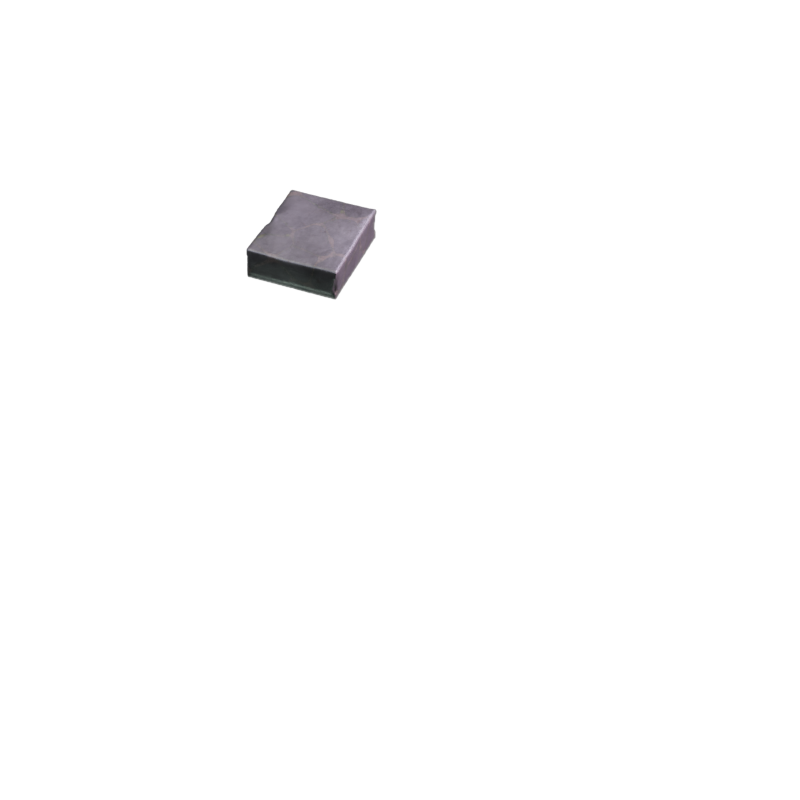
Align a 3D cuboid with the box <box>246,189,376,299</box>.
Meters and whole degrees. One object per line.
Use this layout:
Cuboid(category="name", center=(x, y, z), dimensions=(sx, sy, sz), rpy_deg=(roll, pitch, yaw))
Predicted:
Cuboid(category="box", center=(-0.066, -0.121, 0.848), dimensions=(0.075, 0.028, 0.093), rpy_deg=(14, 44, 15))
